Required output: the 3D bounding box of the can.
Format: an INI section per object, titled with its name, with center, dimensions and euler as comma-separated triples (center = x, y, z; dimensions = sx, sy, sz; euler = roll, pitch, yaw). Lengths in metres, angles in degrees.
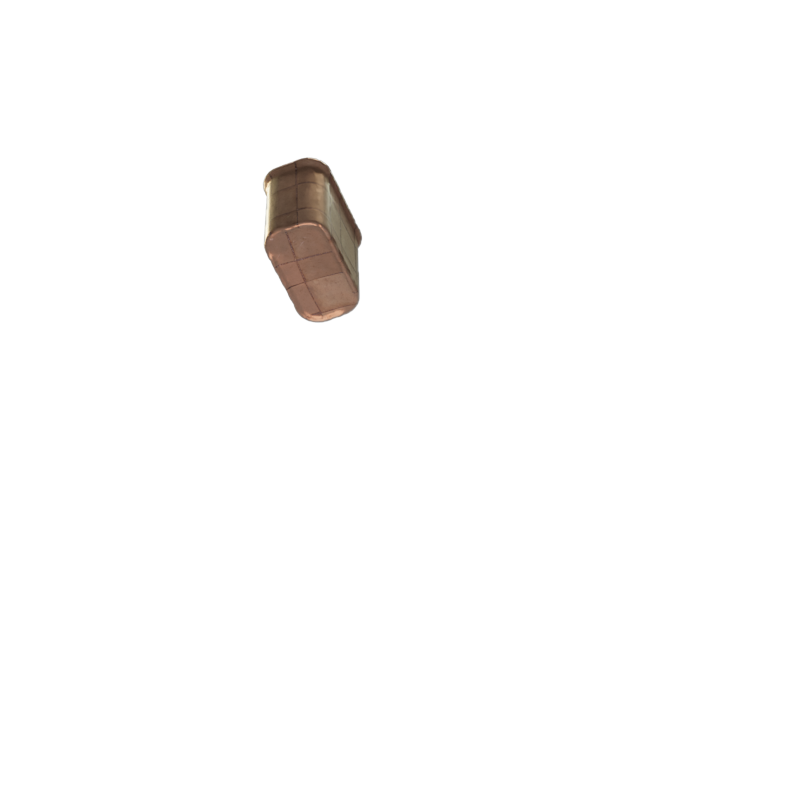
[can]
center = -0.068, -0.124, 0.869
dimensions = 0.058, 0.094, 0.090
euler = -18, 39, 12
